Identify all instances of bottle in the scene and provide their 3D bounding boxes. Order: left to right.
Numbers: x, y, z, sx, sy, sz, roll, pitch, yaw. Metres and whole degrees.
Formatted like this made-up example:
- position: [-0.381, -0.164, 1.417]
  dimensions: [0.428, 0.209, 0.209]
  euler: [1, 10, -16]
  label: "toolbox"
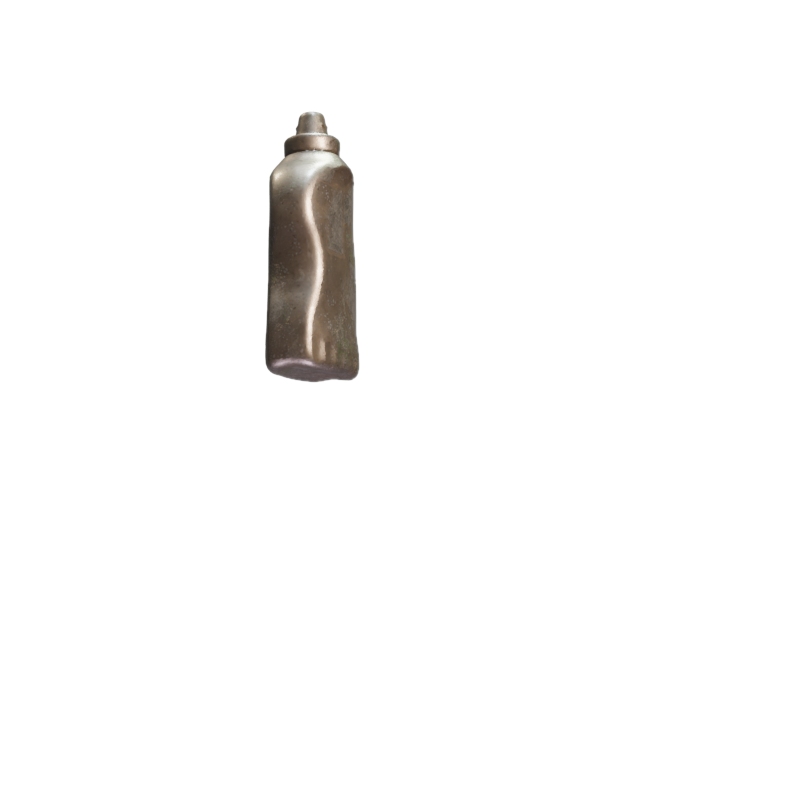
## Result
- position: [-0.062, -0.113, 0.791]
  dimensions: [0.060, 0.198, 0.091]
  euler: [-6, -13, 19]
  label: "bottle"
